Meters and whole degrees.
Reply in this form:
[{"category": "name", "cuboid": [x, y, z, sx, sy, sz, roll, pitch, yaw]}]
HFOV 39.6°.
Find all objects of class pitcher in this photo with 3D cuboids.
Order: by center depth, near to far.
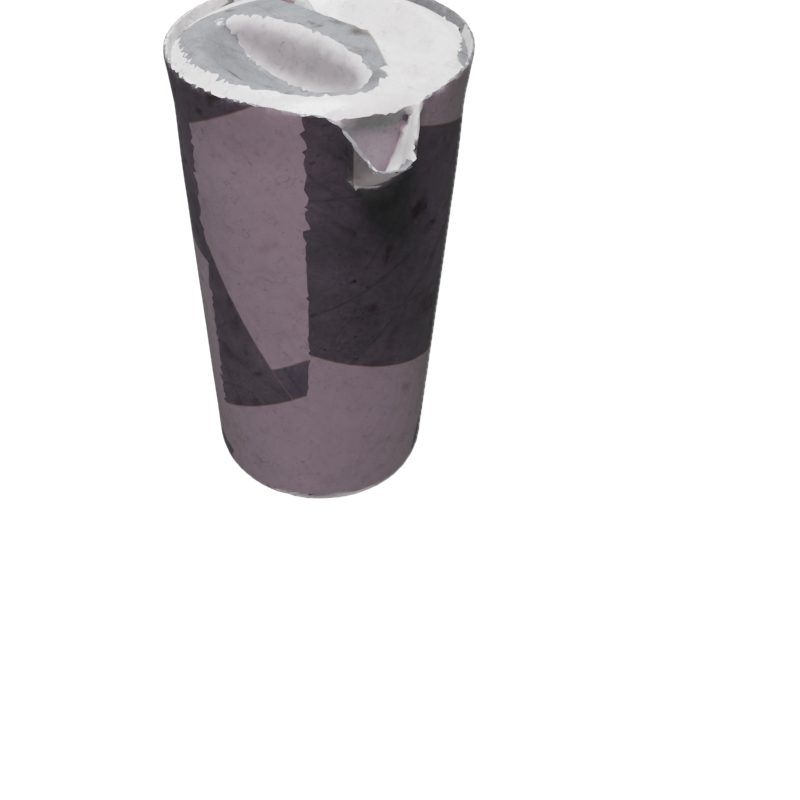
[{"category": "pitcher", "cuboid": [-0.043, -0.078, 0.548, 0.150, 0.227, 0.155, 15, 41, 15]}]
